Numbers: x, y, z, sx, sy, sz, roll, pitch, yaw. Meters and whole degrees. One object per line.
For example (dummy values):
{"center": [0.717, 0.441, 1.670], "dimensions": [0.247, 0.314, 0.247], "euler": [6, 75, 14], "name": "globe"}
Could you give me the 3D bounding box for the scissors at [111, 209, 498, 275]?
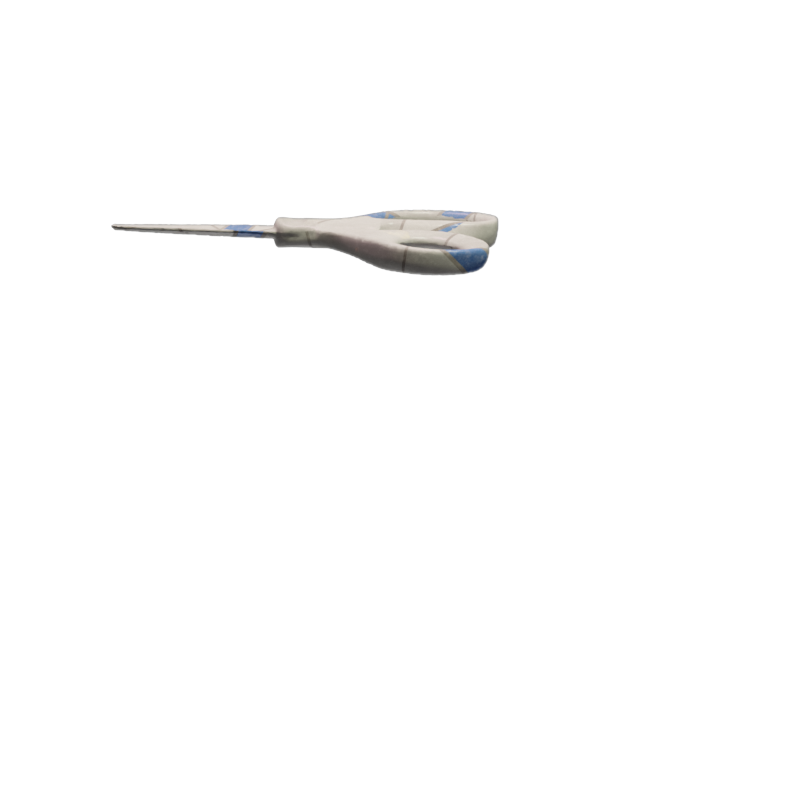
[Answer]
{"center": [-0.044, -0.080, 0.559], "dimensions": [0.199, 0.015, 0.101], "euler": [-4, 22, -10], "name": "scissors"}
